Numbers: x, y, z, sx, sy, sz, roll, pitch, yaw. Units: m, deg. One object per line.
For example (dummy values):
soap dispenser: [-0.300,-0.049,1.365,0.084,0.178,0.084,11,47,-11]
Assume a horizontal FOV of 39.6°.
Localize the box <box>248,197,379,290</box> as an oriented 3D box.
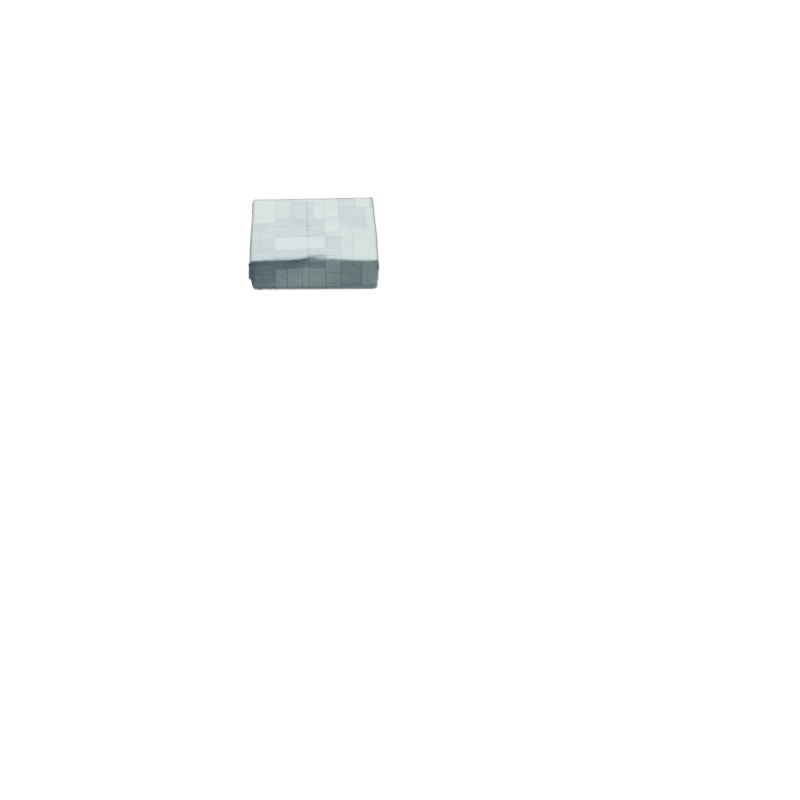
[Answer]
box: [-0.061,-0.111,0.781,0.089,0.028,0.078,-1,42,-2]
